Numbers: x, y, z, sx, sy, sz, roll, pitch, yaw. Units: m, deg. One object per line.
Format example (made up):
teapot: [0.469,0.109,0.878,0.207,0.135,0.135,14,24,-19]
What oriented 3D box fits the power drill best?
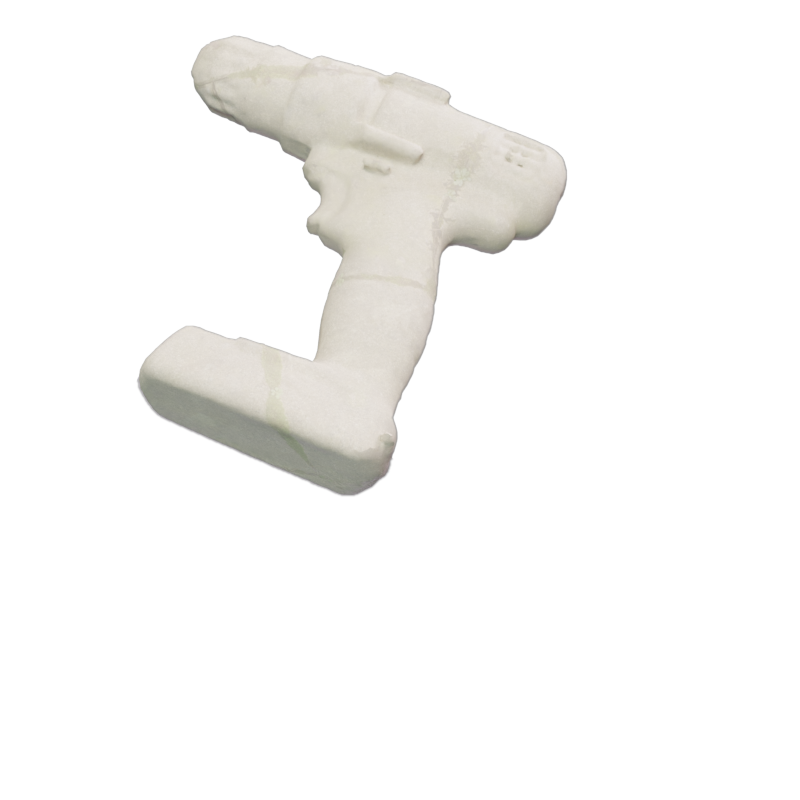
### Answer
power drill: [-0.038,-0.069,0.486,0.189,0.195,0.054,21,-26,10]
